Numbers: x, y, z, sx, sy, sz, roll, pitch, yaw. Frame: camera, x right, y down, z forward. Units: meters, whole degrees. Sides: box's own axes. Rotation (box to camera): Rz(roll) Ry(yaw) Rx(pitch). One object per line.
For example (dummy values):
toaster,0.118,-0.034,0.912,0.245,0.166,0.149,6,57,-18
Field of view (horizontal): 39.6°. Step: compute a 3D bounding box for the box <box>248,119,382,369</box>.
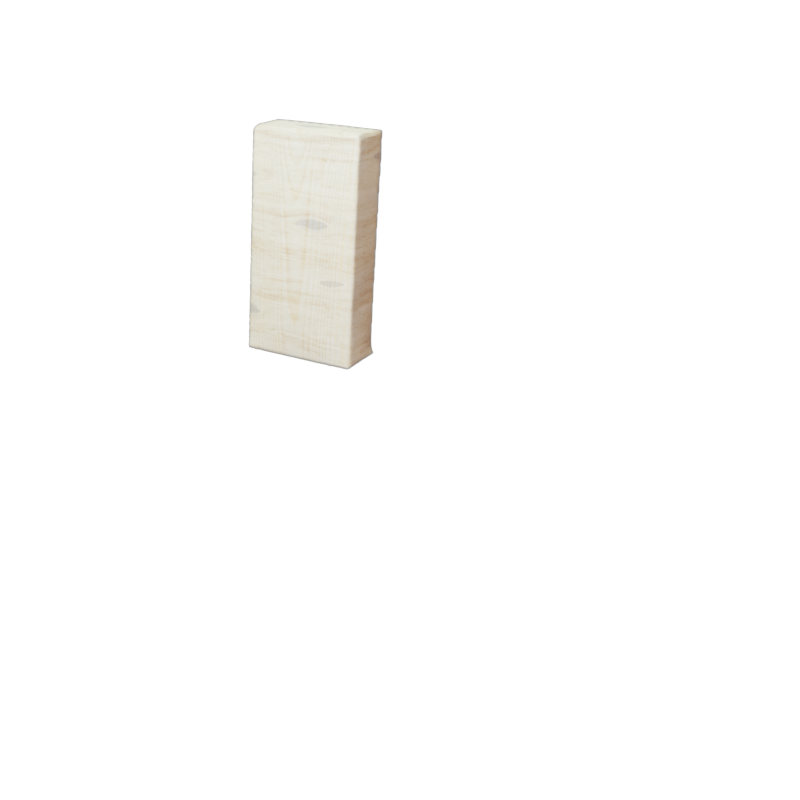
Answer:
box,-0.066,-0.119,0.836,0.097,0.170,0.048,10,19,27
